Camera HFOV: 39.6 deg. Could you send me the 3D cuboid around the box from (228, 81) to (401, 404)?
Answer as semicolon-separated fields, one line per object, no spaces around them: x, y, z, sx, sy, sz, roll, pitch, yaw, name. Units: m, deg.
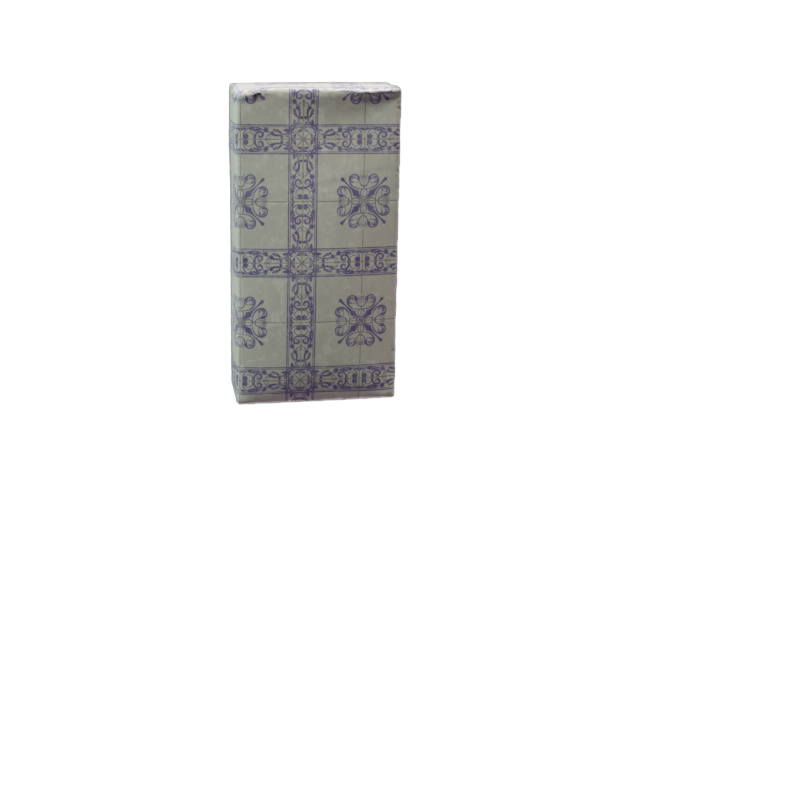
-0.049;-0.089;0.622;0.092;0.170;0.050;-2;16;-10;box
